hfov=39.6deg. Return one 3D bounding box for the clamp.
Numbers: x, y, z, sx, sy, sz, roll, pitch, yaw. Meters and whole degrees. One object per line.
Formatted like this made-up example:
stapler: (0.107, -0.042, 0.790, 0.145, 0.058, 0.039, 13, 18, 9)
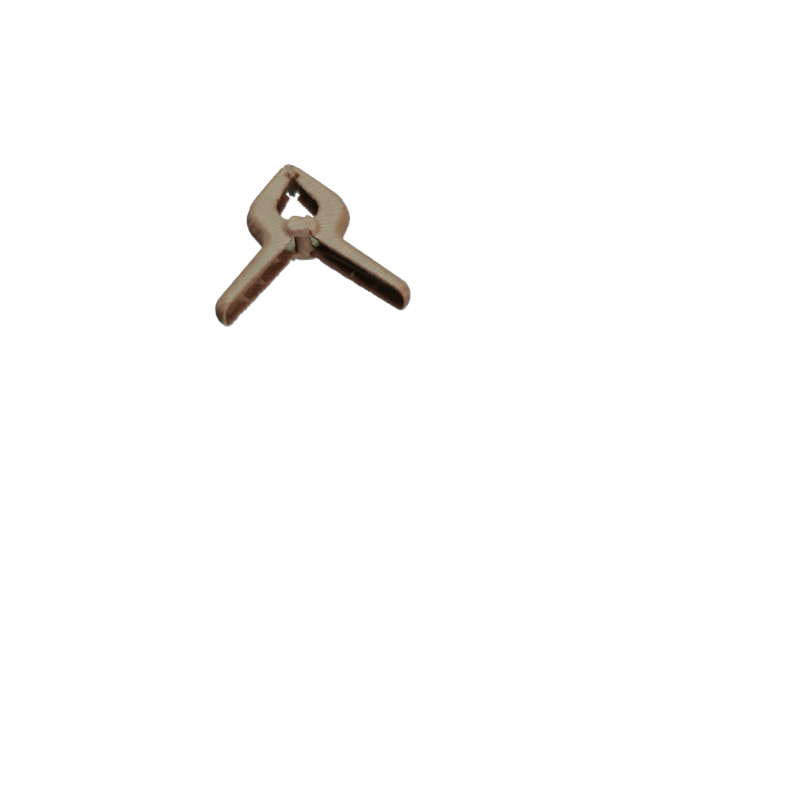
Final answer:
clamp: (-0.078, -0.143, 0.998, 0.164, 0.034, 0.225, -1, 43, -2)
